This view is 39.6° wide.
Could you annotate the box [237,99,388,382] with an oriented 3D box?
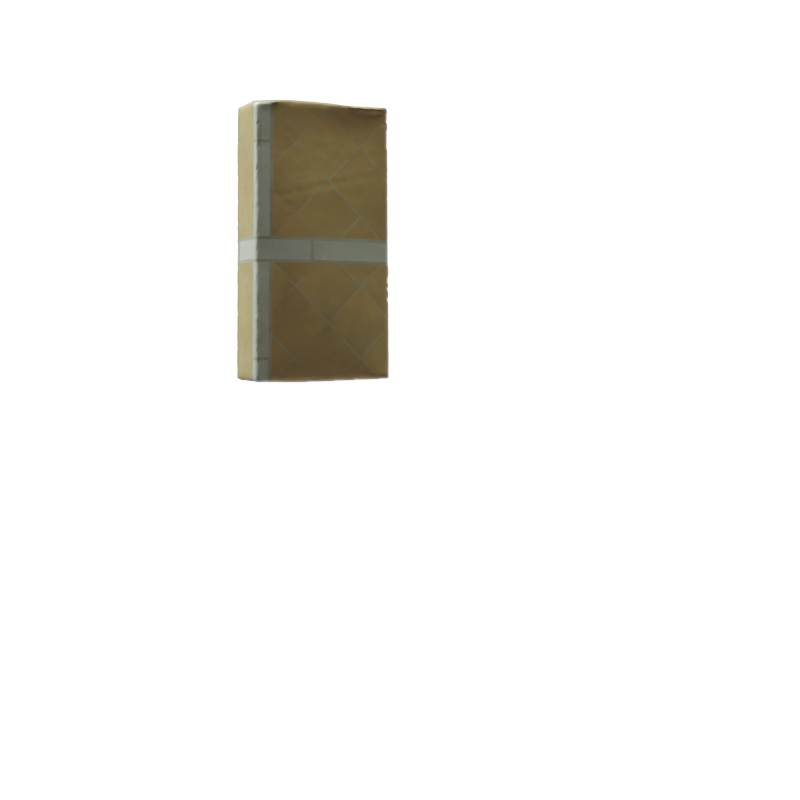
[{"bbox_3d":[-0.056,-0.102,0.712,0.091,0.177,0.049,0,-1,-23],"label":"box"}]
